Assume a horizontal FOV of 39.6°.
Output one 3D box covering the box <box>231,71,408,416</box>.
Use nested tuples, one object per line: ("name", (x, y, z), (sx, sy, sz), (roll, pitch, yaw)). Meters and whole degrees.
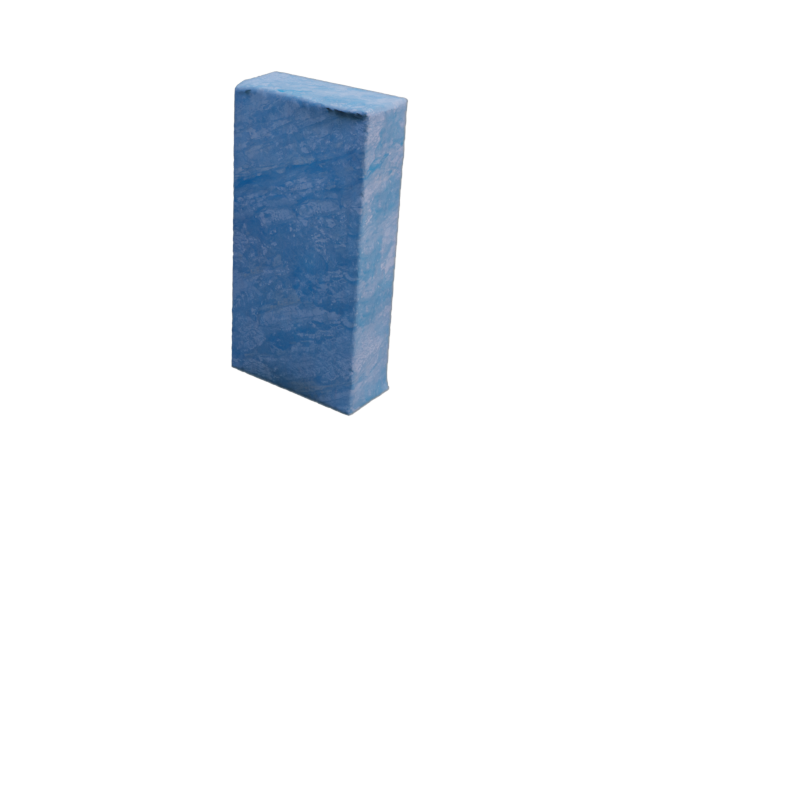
("box", (-0.049, -0.089, 0.623), (0.098, 0.167, 0.048), (19, 29, 32))
